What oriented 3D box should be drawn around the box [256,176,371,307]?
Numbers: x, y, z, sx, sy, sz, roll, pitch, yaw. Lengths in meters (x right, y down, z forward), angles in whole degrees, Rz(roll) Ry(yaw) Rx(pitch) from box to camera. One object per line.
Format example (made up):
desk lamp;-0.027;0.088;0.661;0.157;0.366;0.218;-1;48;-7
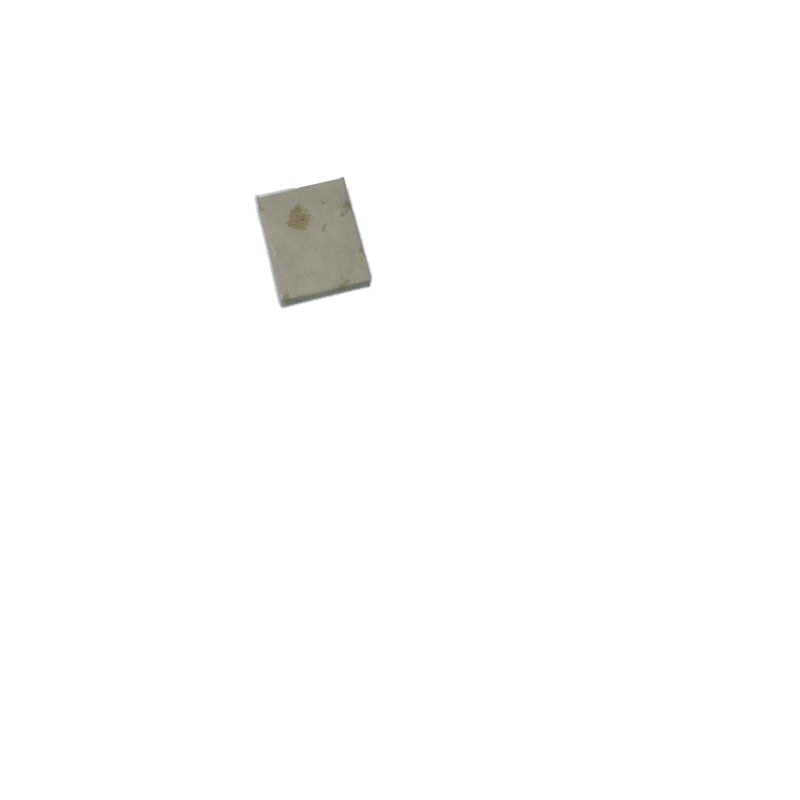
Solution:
box;-0.069;-0.125;0.875;0.073;0.093;0.029;-13;-14;-4
